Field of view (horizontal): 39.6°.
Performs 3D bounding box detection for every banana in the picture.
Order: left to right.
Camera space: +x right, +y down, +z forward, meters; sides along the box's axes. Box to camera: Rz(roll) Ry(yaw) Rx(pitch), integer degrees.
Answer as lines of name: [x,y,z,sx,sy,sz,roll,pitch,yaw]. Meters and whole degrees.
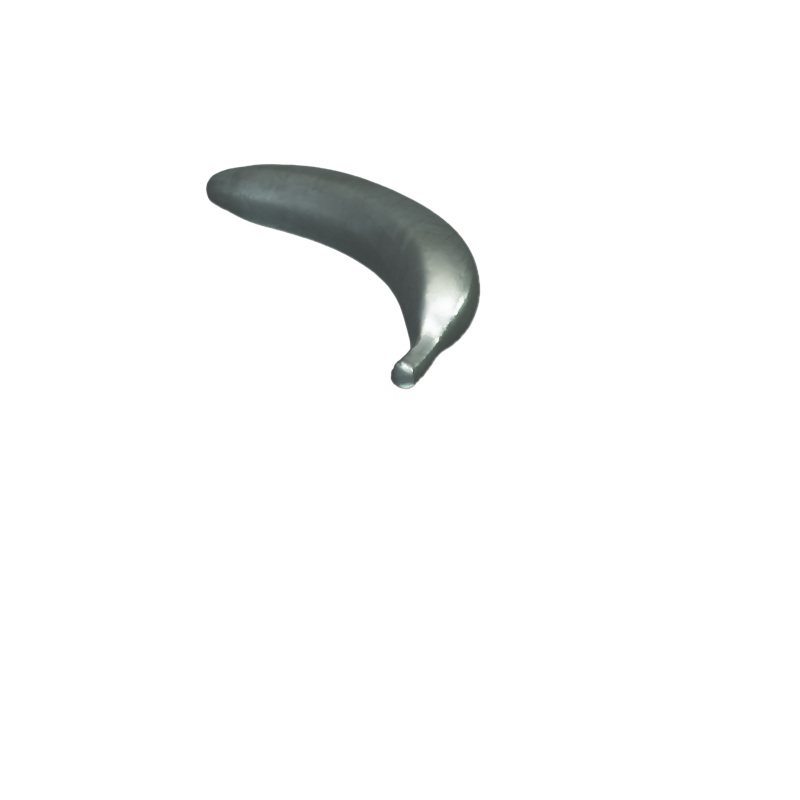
banana: [-0.021,-0.074,0.501,0.068,0.035,0.213,-15,35,-25]
